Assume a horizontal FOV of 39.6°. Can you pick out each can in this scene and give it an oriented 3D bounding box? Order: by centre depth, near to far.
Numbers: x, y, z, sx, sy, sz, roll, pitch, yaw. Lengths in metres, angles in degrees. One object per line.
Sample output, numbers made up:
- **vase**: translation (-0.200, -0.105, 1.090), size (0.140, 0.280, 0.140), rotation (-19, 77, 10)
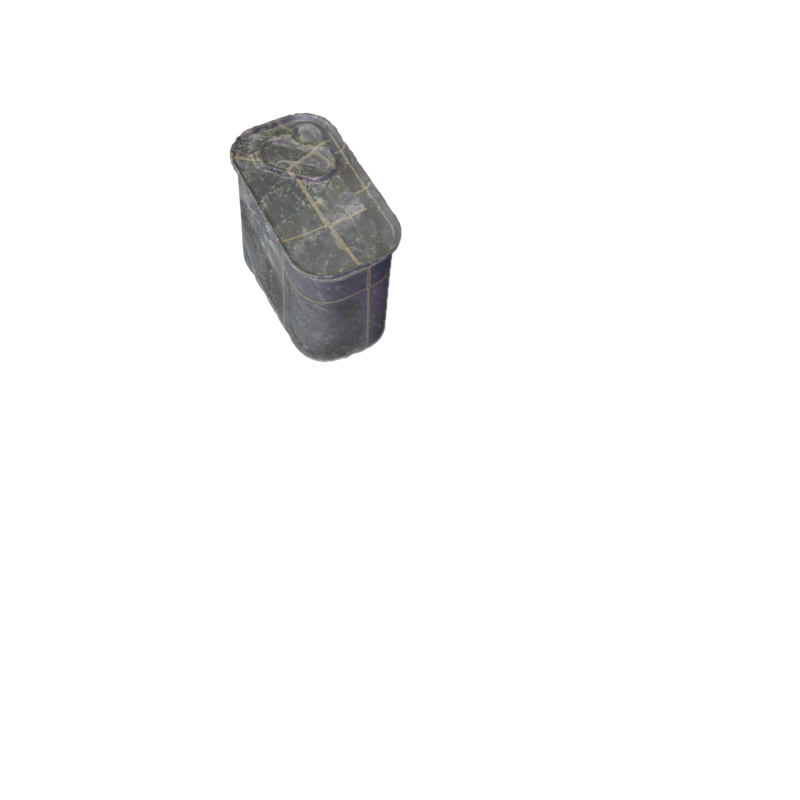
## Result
- **can**: translation (-0.045, -0.081, 0.568), size (0.057, 0.109, 0.078), rotation (-22, -30, -16)
